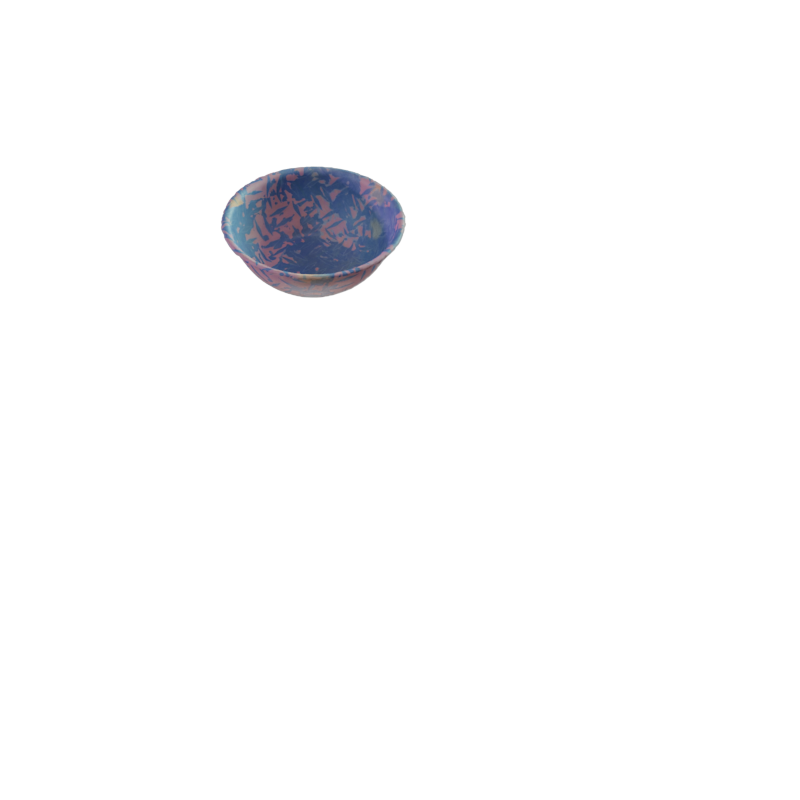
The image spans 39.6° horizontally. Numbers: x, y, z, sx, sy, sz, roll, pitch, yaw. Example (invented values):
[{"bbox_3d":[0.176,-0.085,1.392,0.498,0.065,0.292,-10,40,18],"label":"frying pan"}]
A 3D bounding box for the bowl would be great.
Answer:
[{"bbox_3d":[-0.077,-0.141,0.989,0.162,0.051,0.174,-1,43,-1],"label":"bowl"}]
